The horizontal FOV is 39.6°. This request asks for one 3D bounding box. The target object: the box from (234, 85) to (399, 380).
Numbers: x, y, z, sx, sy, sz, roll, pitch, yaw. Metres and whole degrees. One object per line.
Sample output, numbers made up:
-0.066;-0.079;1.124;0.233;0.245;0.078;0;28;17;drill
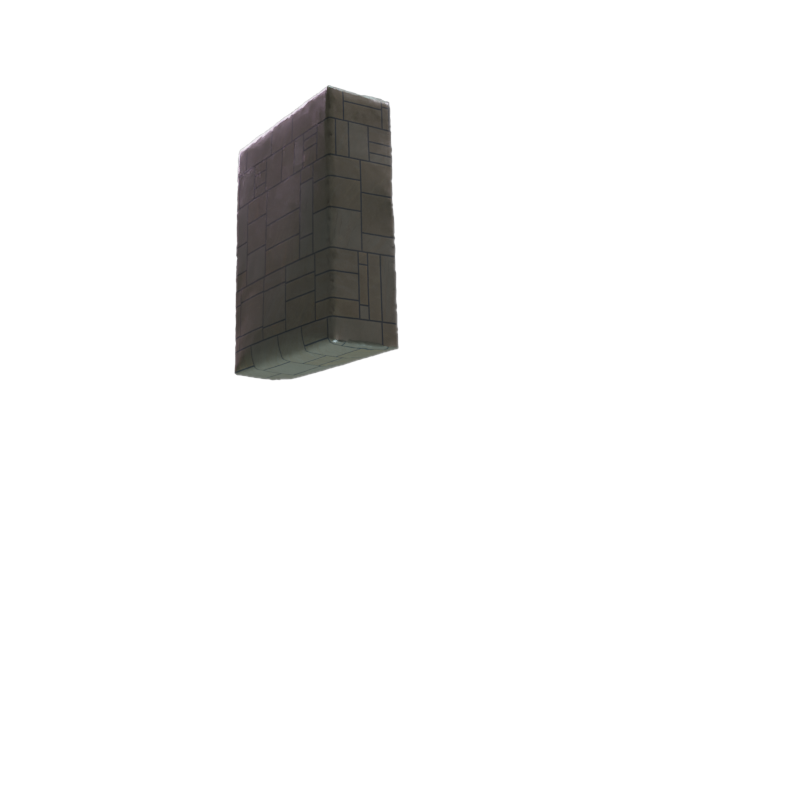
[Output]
-0.074;-0.135;0.943;0.069;0.222;0.165;10;-18;-33;box
